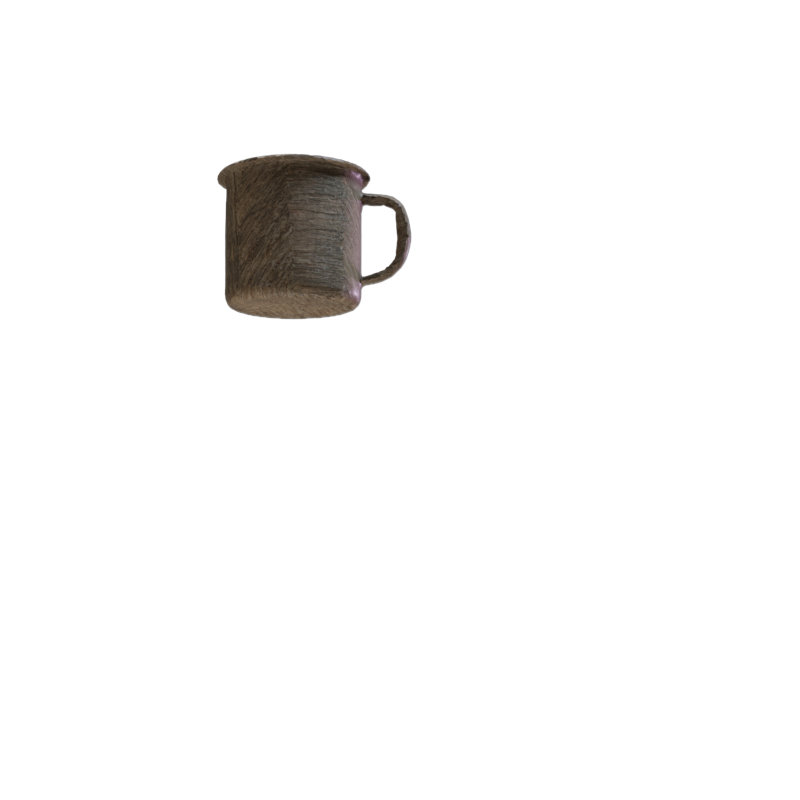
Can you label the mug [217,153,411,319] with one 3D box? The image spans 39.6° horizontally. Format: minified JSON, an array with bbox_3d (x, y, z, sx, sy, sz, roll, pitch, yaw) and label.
[{"bbox_3d":[-0.052,-0.095,0.664,0.118,0.084,0.090,-1,-10,3],"label":"mug"}]
